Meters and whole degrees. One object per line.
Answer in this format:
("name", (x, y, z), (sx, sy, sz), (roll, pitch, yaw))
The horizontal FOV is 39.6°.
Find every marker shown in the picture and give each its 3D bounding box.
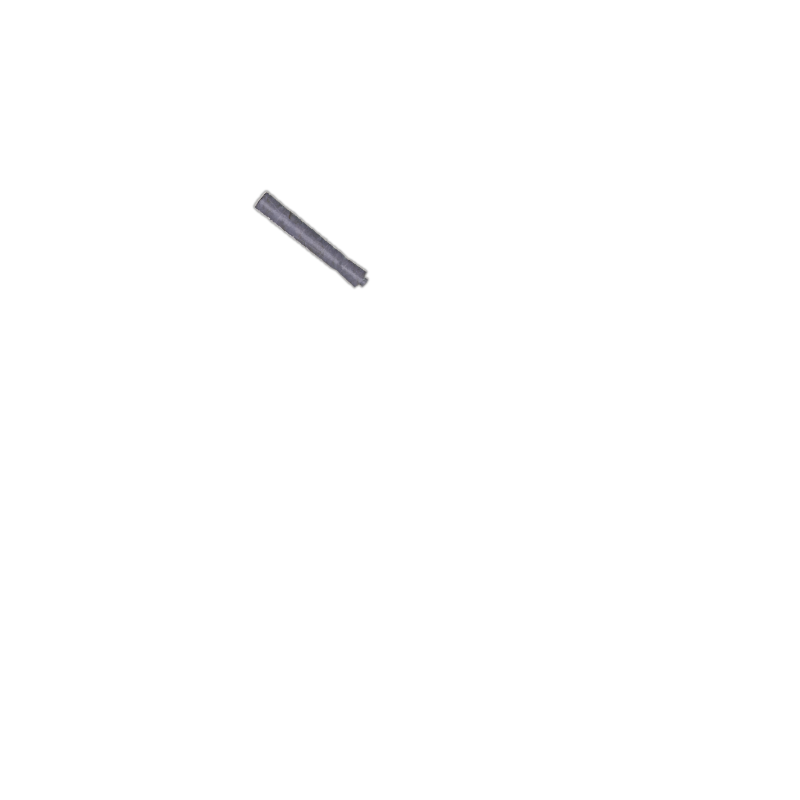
("marker", (-0.077, -0.140, 0.981), (0.118, 0.020, 0.020), (38, -4, -8))
